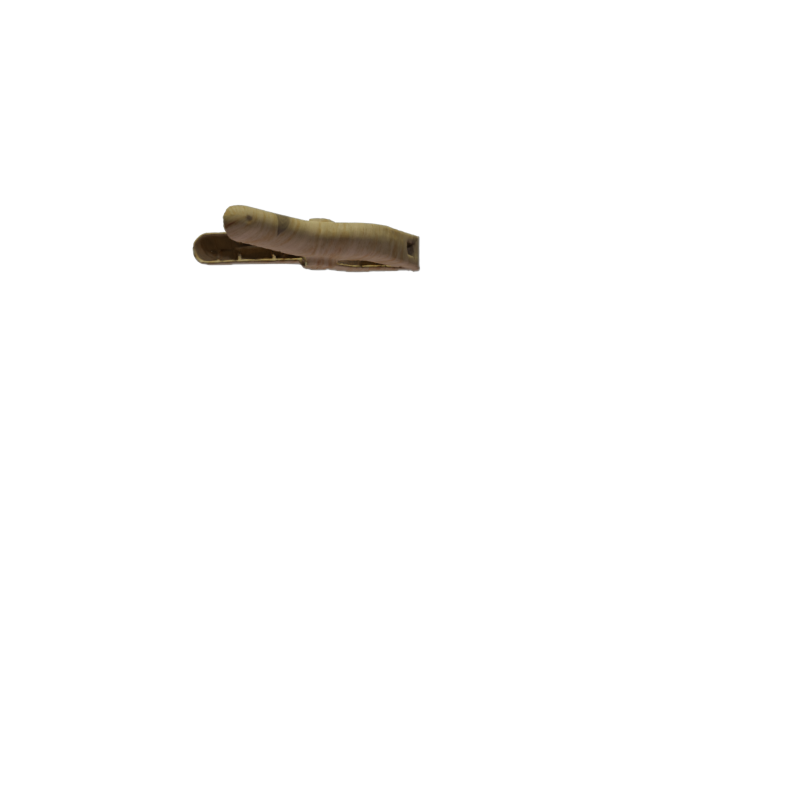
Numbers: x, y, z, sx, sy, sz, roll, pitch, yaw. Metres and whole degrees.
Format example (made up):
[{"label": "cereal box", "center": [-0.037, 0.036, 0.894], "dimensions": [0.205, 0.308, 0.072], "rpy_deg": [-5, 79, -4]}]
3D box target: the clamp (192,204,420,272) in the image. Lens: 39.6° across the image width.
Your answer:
[{"label": "clamp", "center": [-0.063, -0.116, 0.809], "dimensions": [0.169, 0.039, 0.121], "rpy_deg": [0, 2, -10]}]
